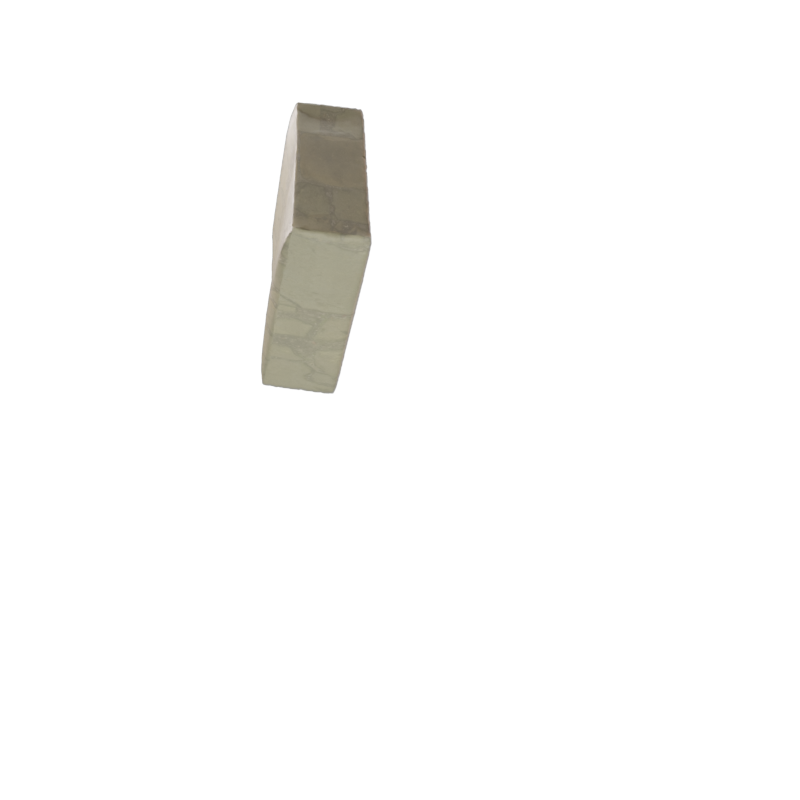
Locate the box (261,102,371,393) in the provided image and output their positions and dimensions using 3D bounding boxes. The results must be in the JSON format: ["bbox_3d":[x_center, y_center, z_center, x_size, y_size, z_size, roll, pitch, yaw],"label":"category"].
[{"bbox_3d":[-0.076,-0.139,0.972,0.071,0.155,0.229,7,38,-10],"label":"box"}]
